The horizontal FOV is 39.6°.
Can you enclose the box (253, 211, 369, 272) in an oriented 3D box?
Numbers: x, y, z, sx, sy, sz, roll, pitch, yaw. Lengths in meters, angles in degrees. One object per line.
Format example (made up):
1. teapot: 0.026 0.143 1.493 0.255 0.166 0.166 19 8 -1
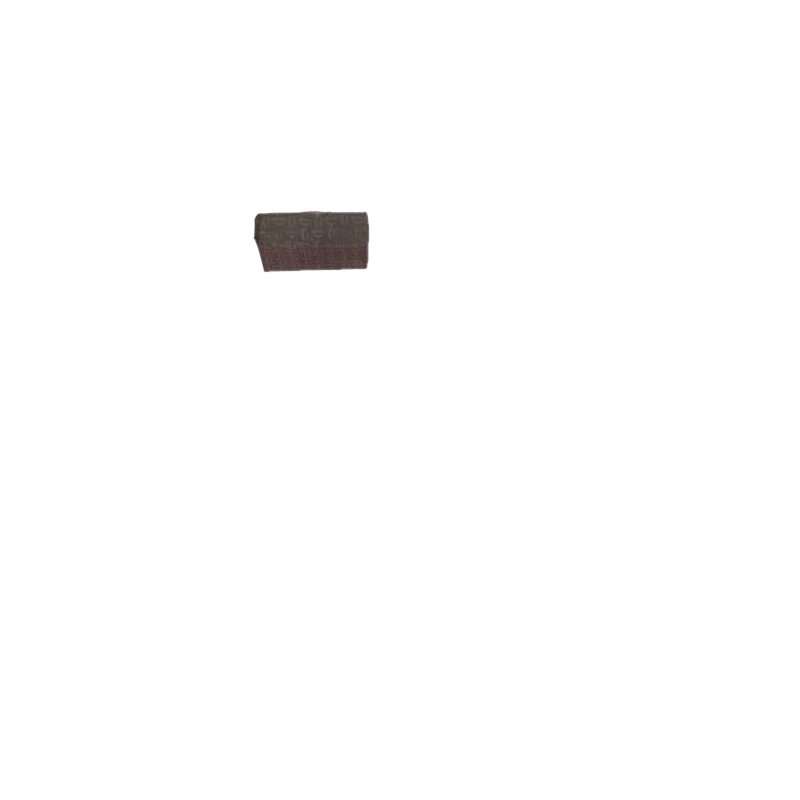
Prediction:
1. box: -0.070 -0.127 0.888 0.089 0.031 0.071 0 -11 1
